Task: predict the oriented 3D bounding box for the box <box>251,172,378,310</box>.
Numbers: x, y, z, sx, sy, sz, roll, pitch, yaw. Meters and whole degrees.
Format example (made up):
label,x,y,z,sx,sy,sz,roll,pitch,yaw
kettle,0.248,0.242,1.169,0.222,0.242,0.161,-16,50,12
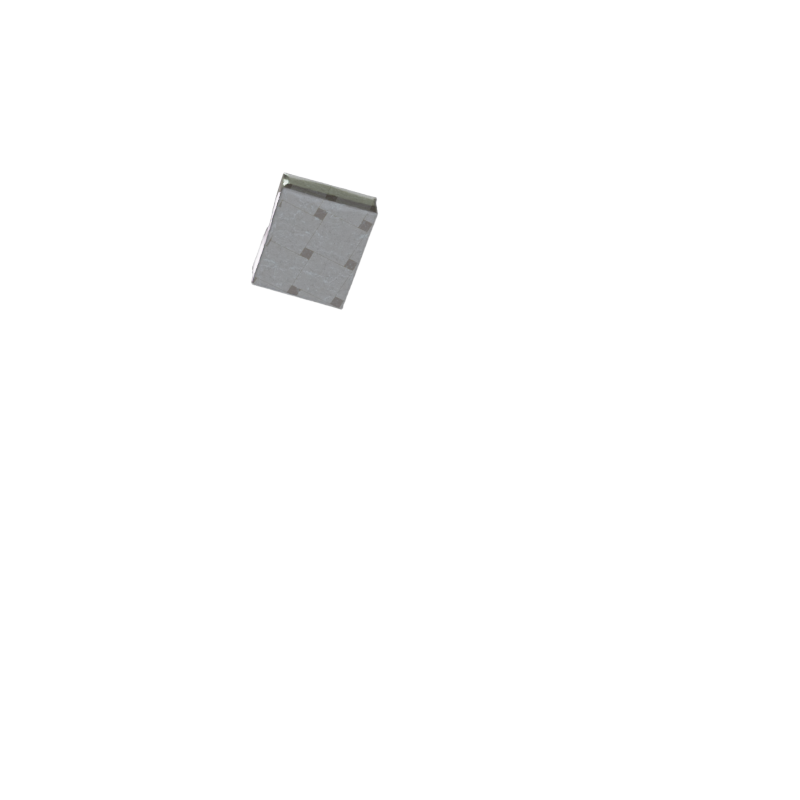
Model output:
label,x,y,z,sx,sy,sz,roll,pitch,yaw
box,-0.065,-0.118,0.827,0.072,0.085,0.032,15,30,-10
